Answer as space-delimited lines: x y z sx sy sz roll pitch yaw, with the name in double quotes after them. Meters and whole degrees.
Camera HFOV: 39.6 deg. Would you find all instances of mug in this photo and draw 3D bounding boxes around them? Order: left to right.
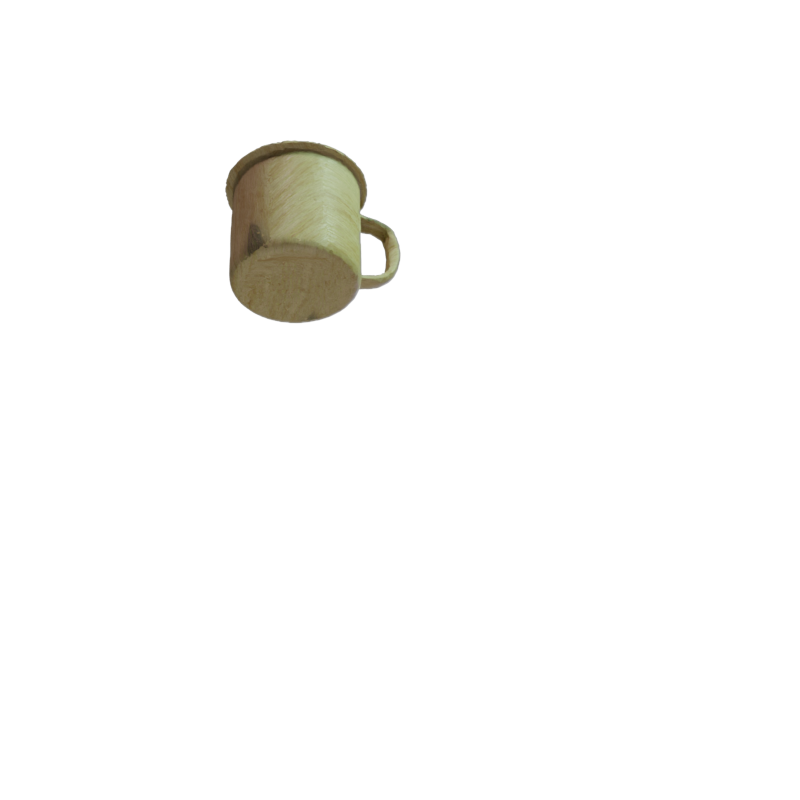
-0.055 -0.100 0.704 0.113 0.087 0.090 14 -39 -19 "mug"
